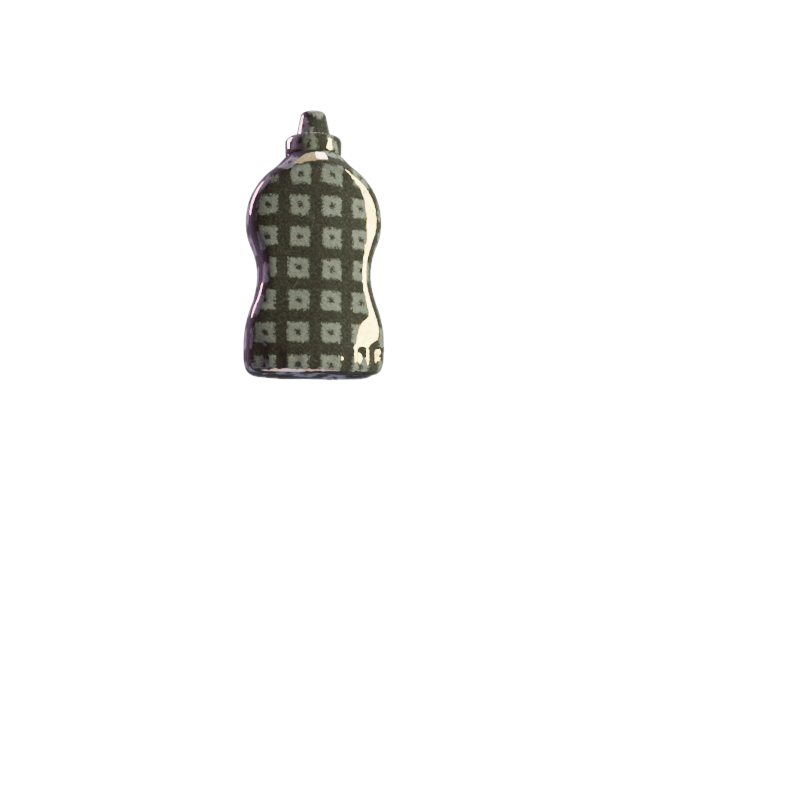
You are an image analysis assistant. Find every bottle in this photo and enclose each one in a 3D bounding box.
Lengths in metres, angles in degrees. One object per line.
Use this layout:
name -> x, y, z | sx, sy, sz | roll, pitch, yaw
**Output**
bottle -> -0.062, -0.112, 0.788 | 0.095, 0.197, 0.057 | 1, -12, -10
